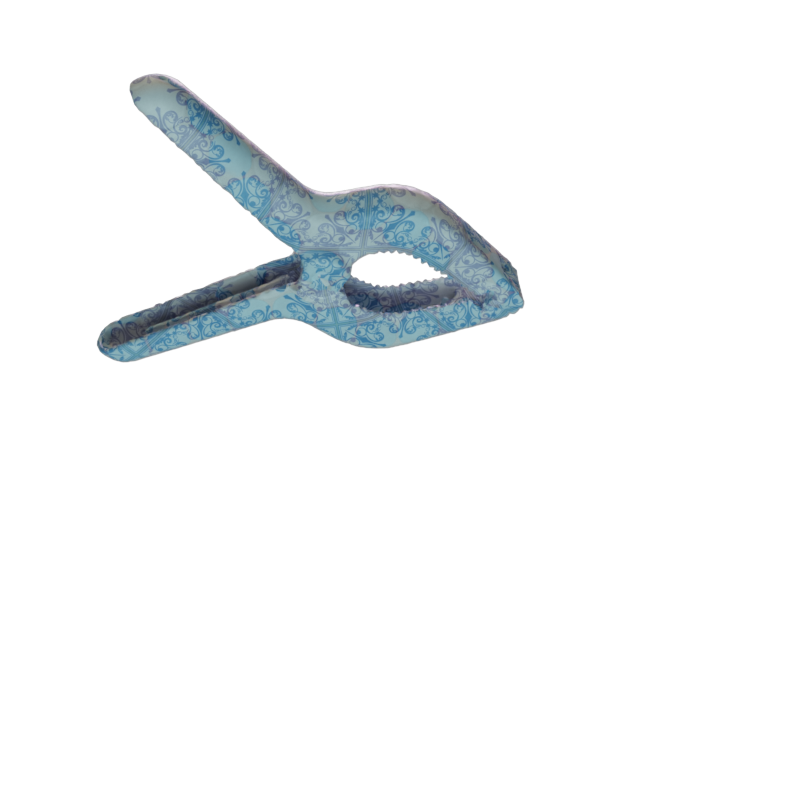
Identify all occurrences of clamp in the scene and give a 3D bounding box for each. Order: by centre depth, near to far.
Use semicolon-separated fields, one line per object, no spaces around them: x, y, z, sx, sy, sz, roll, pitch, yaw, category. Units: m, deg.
-0.042;-0.076;0.532;0.209;0.154;0.039;4;42;-4;clamp
